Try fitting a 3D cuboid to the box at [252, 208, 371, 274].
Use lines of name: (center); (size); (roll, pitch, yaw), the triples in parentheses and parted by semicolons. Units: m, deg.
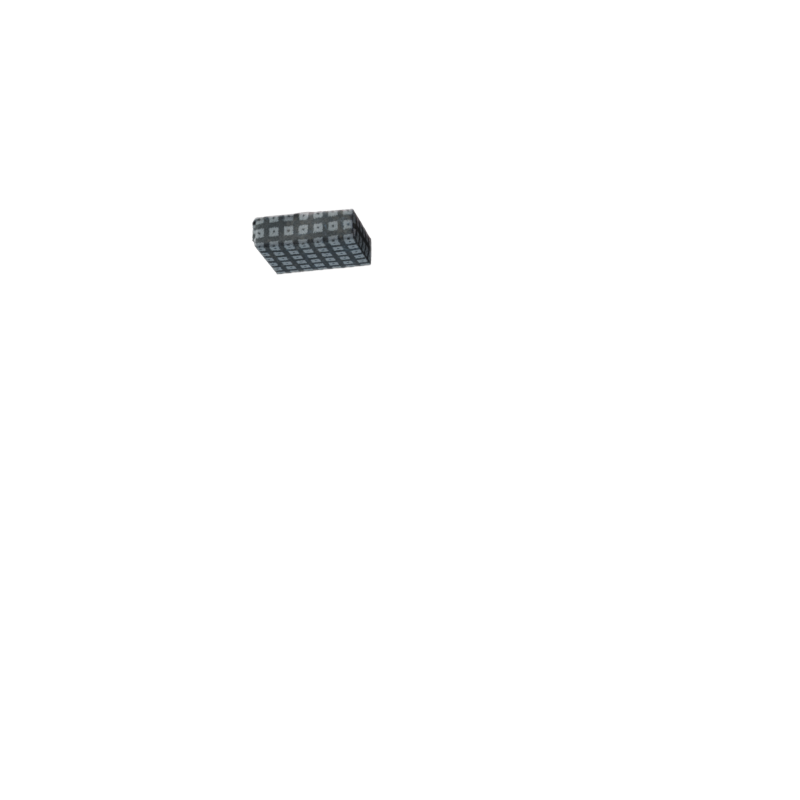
box: (-0.075, -0.136, 0.953); (0.090, 0.031, 0.069); (-3, -14, 12)
